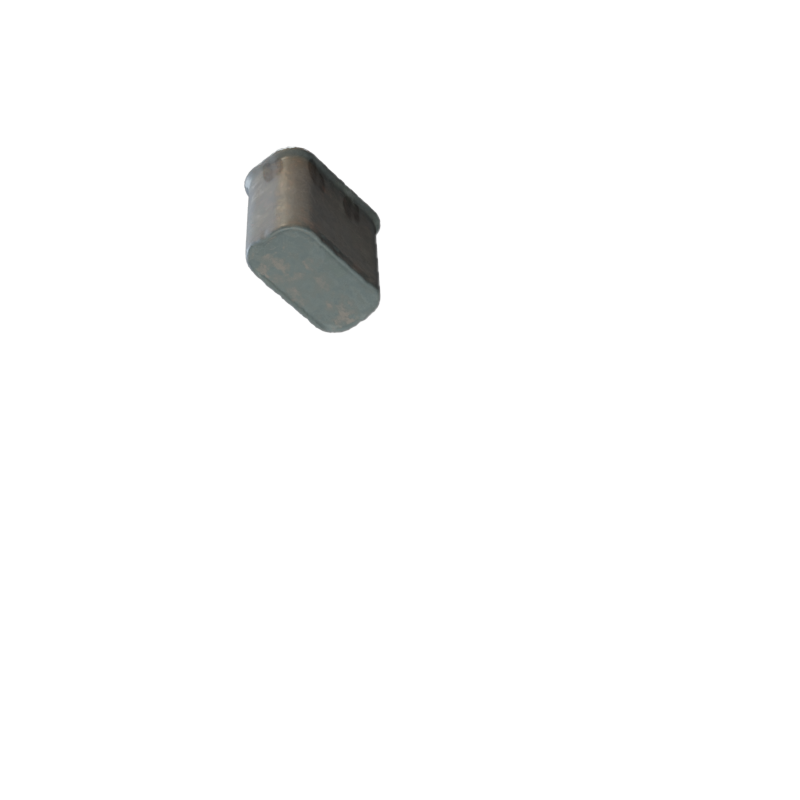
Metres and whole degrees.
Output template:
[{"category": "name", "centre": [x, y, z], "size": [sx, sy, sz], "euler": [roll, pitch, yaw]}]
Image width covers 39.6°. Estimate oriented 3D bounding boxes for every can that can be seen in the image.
[{"category": "can", "centre": [-0.058, -0.106, 0.741], "size": [0.057, 0.090, 0.095], "euler": [-33, -54, 25]}]
